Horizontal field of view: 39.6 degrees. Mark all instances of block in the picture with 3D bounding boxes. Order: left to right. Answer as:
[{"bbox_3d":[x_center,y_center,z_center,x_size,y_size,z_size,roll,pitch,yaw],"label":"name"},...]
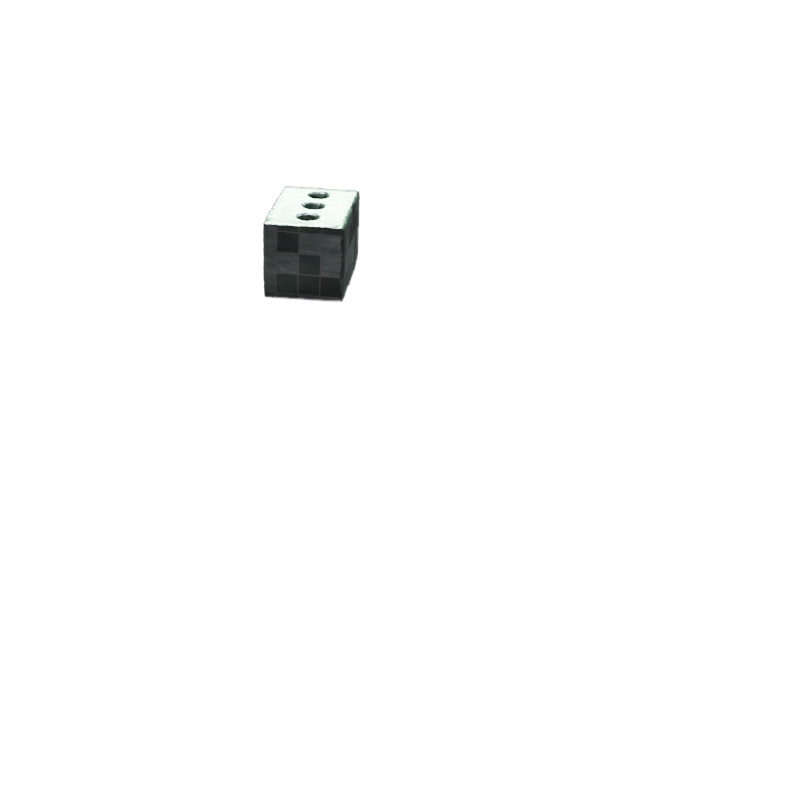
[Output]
[{"bbox_3d":[-0.057,-0.103,0.724,0.053,0.049,0.081,3,26,5],"label":"block"}]
